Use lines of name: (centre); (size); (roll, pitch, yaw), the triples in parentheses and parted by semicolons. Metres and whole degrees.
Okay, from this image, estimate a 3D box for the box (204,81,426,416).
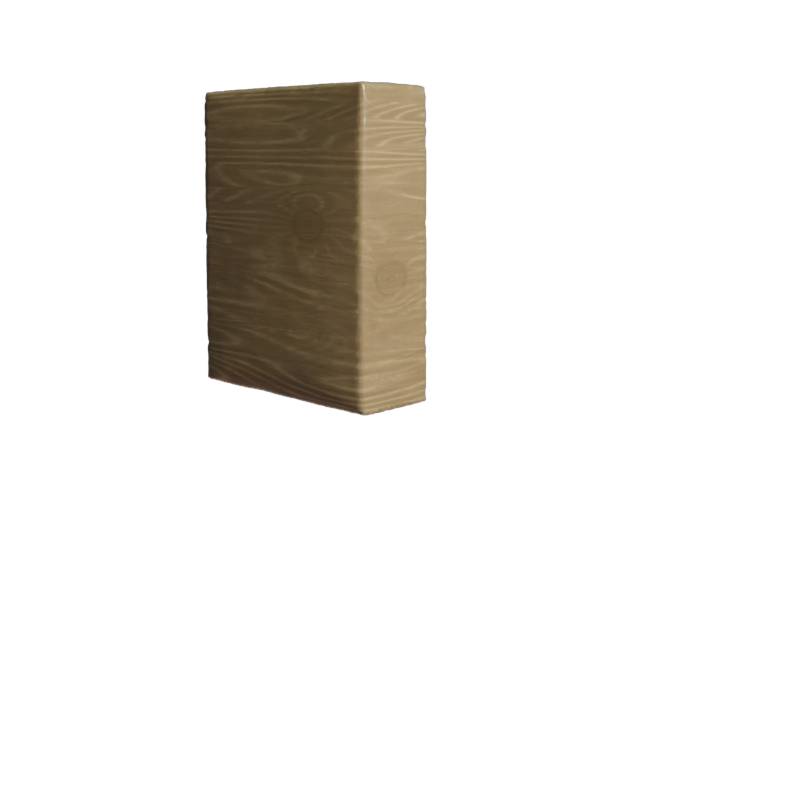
box: (-0.061, -0.111, 0.776); (0.172, 0.211, 0.069); (8, 9, 44)
